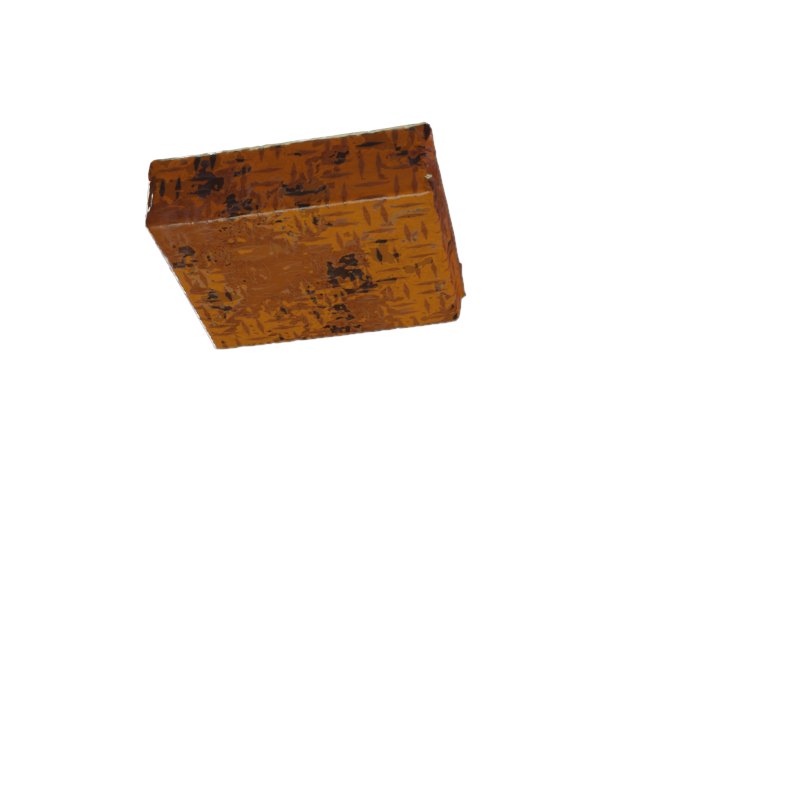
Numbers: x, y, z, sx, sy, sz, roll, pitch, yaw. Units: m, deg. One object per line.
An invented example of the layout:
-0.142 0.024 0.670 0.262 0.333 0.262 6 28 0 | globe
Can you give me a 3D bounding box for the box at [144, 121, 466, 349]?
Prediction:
-0.028 -0.051 0.356 0.090 0.032 0.068 -6 -32 10 | box
